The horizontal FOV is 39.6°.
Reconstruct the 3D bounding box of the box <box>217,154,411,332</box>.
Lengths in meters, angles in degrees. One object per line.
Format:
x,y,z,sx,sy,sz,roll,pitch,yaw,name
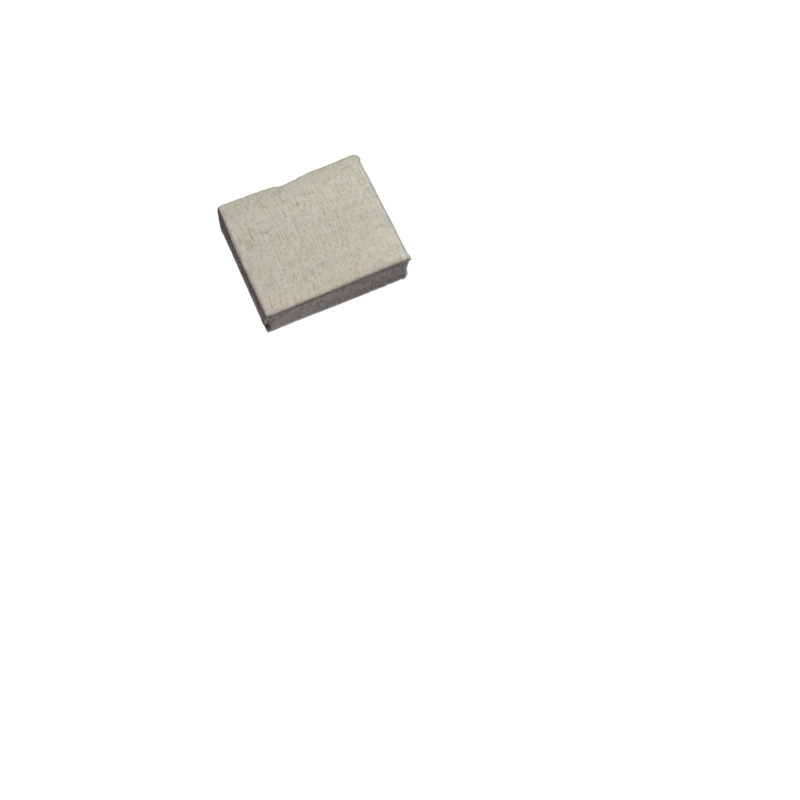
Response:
-0.049,-0.089,0.626,0.089,0.077,0.029,-22,-21,-10,box
